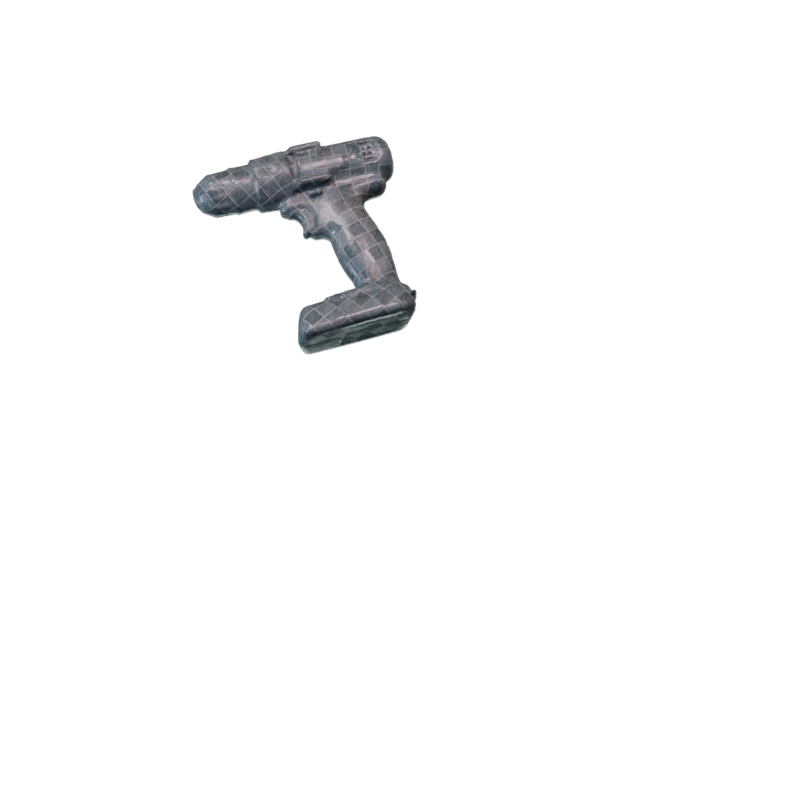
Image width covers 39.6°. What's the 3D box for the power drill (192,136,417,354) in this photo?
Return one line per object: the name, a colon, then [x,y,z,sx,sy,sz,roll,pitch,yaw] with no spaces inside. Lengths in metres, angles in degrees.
power drill: [-0.076,-0.139,0.975,0.183,0.199,0.054,-15,-23,-7]
